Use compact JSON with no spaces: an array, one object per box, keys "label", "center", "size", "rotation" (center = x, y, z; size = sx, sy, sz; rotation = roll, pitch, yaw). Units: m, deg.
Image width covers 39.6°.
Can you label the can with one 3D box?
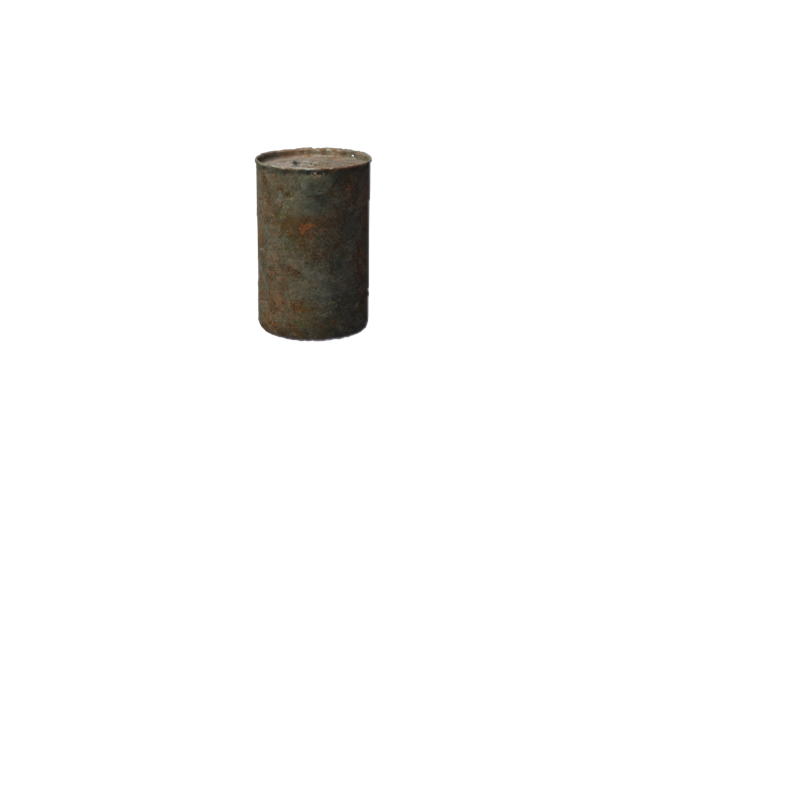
[{"label":"can","center":[-0.051,-0.093,0.654],"size":[0.068,0.099,0.071],"rotation":[0,17,-2]}]
